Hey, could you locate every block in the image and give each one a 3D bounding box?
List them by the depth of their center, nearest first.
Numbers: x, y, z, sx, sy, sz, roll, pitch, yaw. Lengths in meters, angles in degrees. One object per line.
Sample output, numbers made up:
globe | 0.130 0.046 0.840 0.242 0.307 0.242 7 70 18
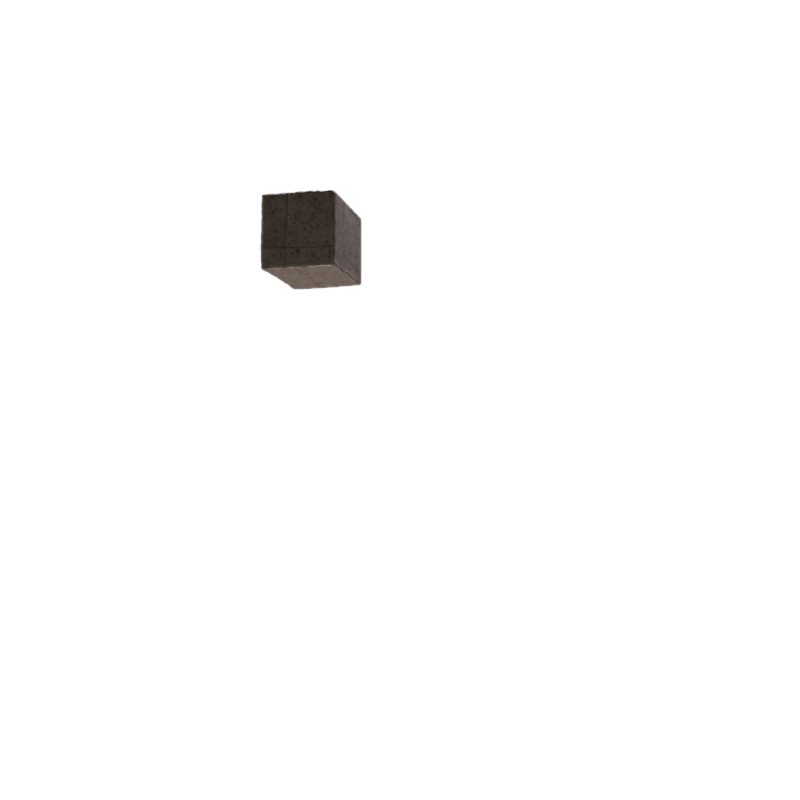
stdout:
block | -0.060 -0.109 0.762 0.053 0.053 0.075 -2 -8 12
